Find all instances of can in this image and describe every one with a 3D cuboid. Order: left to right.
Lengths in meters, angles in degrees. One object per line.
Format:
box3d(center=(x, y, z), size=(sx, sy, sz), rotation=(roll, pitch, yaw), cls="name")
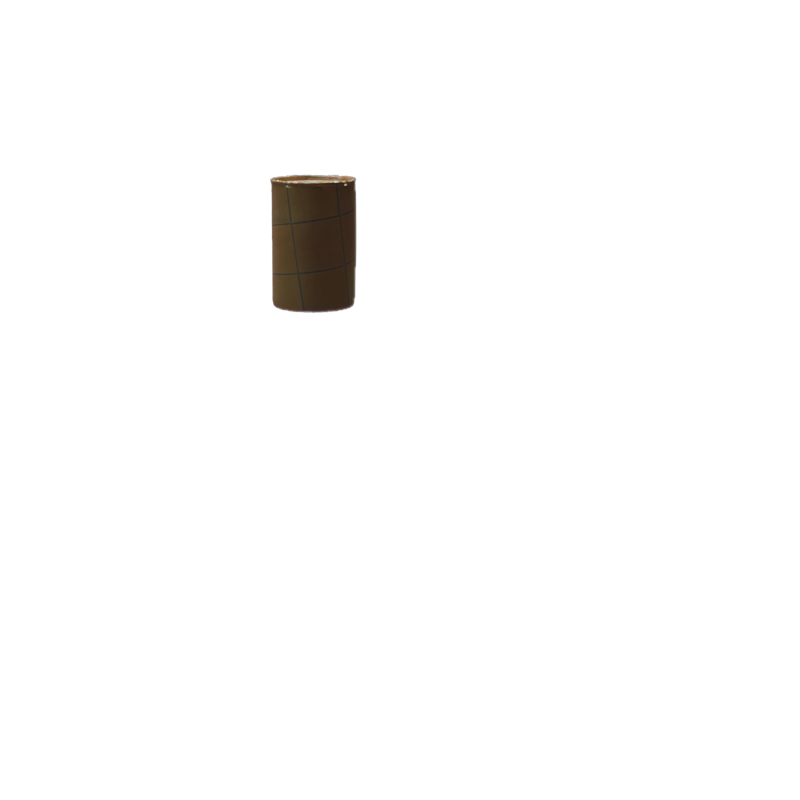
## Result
box3d(center=(-0.069, -0.126, 0.881), size=(0.068, 0.100, 0.070), rotation=(0, 11, -2), cls="can")
